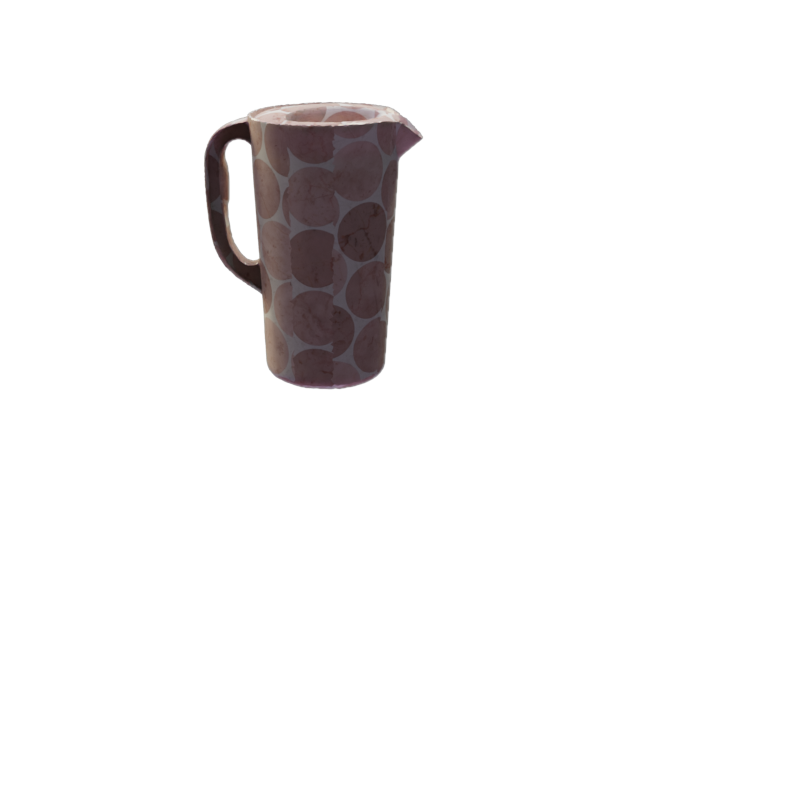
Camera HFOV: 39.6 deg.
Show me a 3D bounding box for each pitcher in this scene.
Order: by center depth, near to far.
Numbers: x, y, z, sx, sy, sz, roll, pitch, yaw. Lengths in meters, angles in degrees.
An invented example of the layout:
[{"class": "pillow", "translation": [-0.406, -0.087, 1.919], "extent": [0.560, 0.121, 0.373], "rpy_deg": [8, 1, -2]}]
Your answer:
[{"class": "pitcher", "translation": [-0.076, -0.139, 0.977], "extent": [0.142, 0.234, 0.158], "rpy_deg": [-14, 23, -39]}]
